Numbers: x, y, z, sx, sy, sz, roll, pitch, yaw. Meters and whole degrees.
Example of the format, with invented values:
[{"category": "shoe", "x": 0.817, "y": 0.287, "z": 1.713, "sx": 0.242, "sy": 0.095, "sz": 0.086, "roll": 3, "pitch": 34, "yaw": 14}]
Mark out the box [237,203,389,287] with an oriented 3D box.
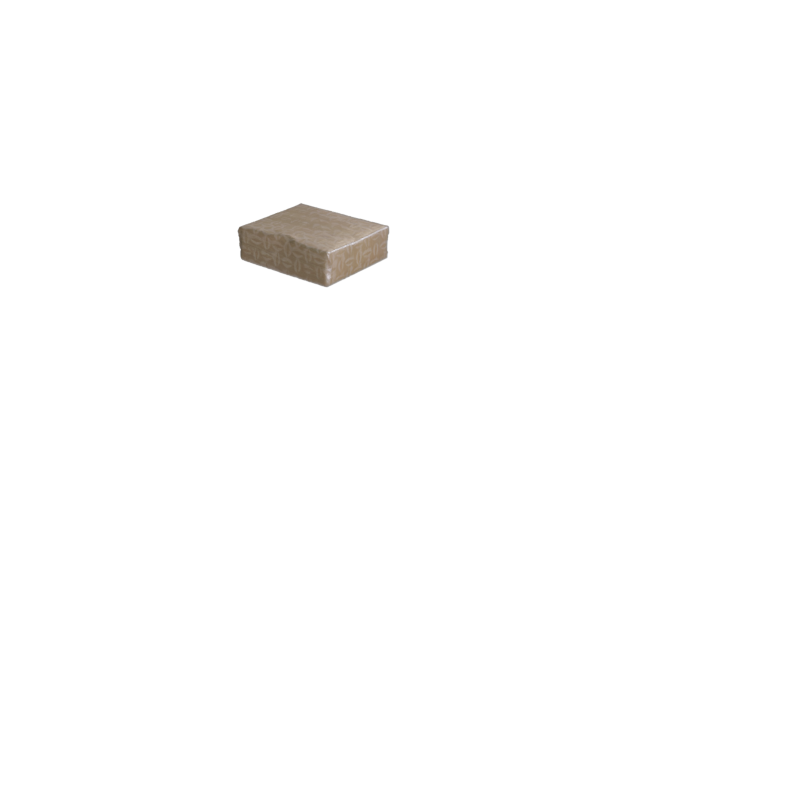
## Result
[{"category": "box", "x": -0.065, "y": -0.118, "z": 0.829, "sx": 0.094, "sy": 0.029, "sz": 0.073, "roll": 20, "pitch": 33, "yaw": 34}]
